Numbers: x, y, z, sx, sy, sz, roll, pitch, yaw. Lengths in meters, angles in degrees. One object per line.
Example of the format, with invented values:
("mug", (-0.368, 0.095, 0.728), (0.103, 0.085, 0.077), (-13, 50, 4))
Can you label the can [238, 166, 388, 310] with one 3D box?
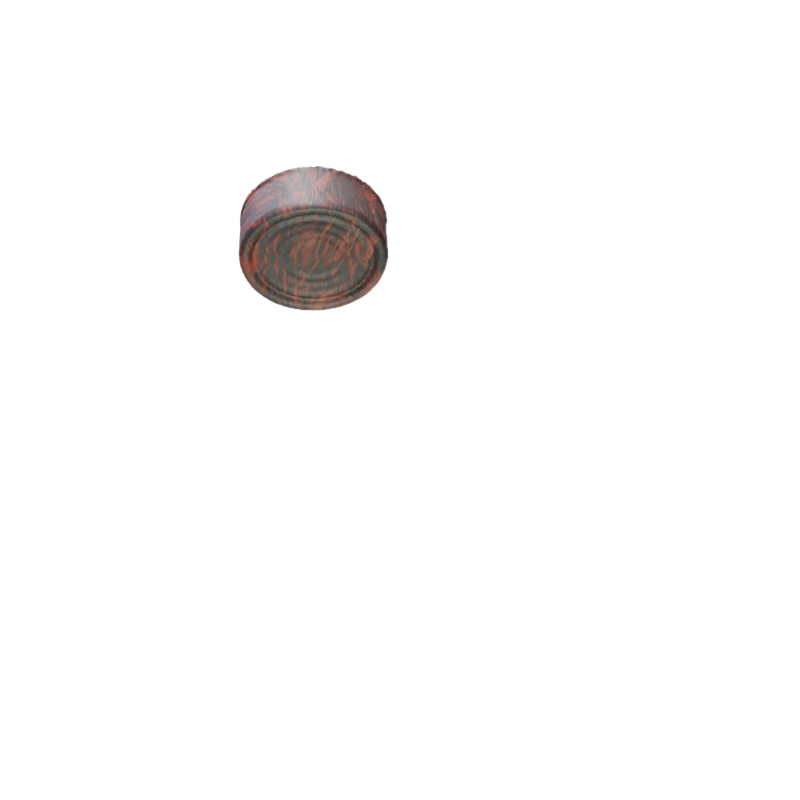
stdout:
("can", (-0.050, -0.091, 0.634), (0.086, 0.036, 0.080), (1, -42, -1))
